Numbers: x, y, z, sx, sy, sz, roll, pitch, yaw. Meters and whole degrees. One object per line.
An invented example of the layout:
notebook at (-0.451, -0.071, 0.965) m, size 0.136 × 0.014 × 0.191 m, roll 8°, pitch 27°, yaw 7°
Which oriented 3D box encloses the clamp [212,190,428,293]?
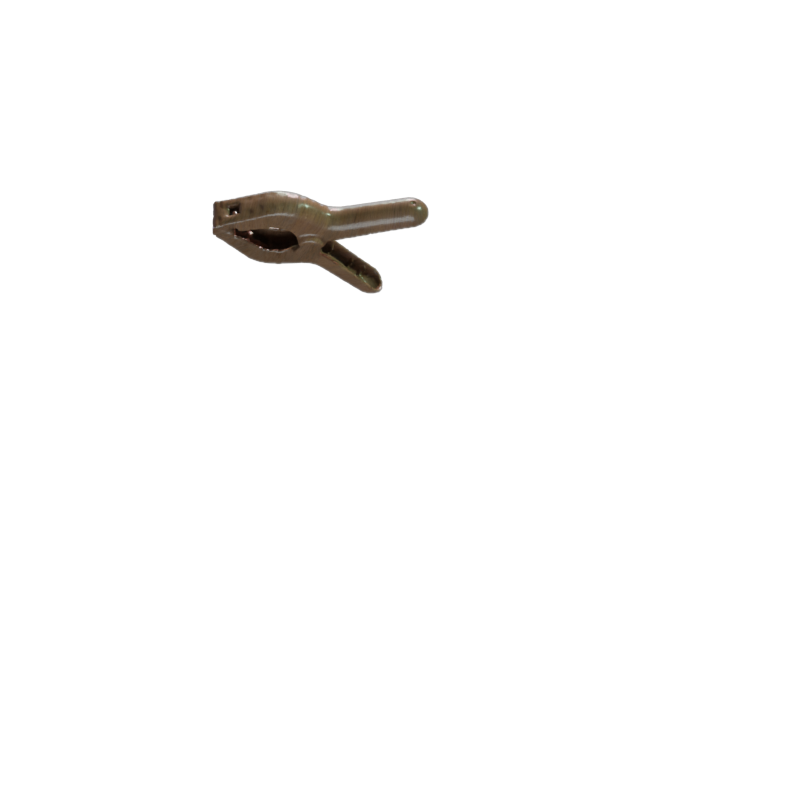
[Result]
clamp at (-0.072, -0.131, 0.918) m, size 0.169 × 0.042 × 0.113 m, roll 6°, pitch -39°, yaw -8°
